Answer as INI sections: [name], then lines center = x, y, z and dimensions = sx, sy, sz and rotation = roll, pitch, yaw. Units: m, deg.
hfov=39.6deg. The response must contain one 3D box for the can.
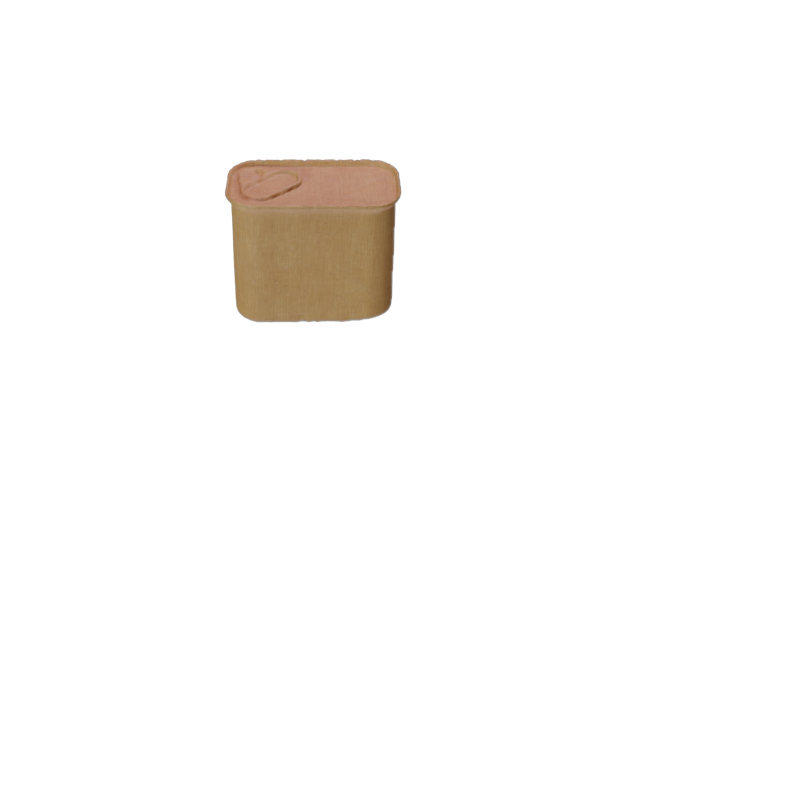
[can]
center = -0.052, -0.095, 0.668
dimensions = 0.102, 0.078, 0.061
rotation = 0, 35, -1
